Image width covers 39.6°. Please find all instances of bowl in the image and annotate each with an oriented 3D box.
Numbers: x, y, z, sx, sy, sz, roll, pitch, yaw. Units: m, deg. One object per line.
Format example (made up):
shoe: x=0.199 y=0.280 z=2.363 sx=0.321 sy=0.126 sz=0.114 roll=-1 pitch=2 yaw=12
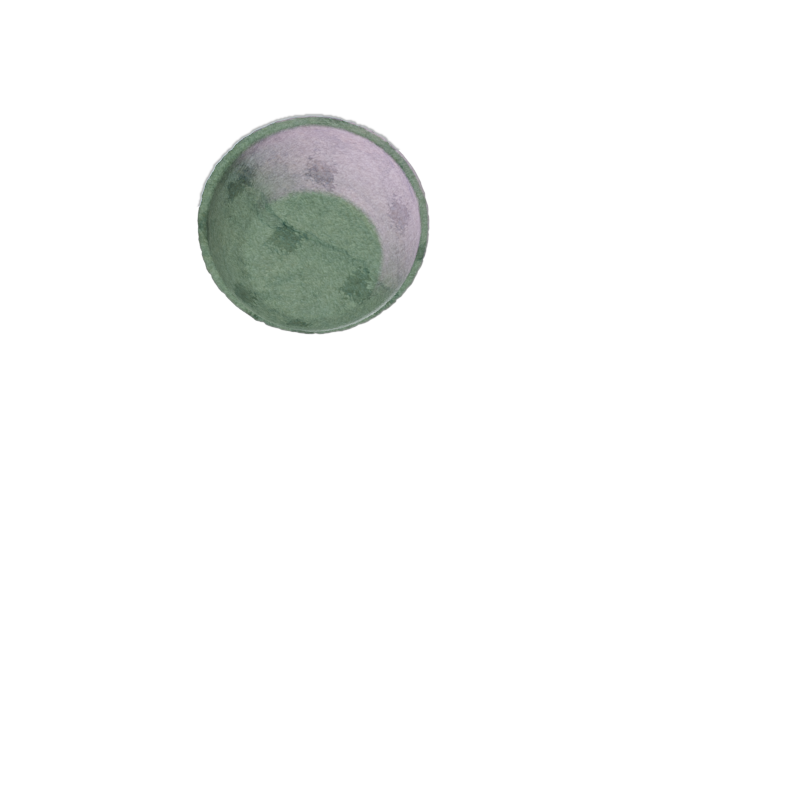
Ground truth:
bowl: x=-0.058 y=-0.106 z=0.745 sx=0.162 sy=0.154 sz=0.058 roll=1 pitch=23 yaw=-1
